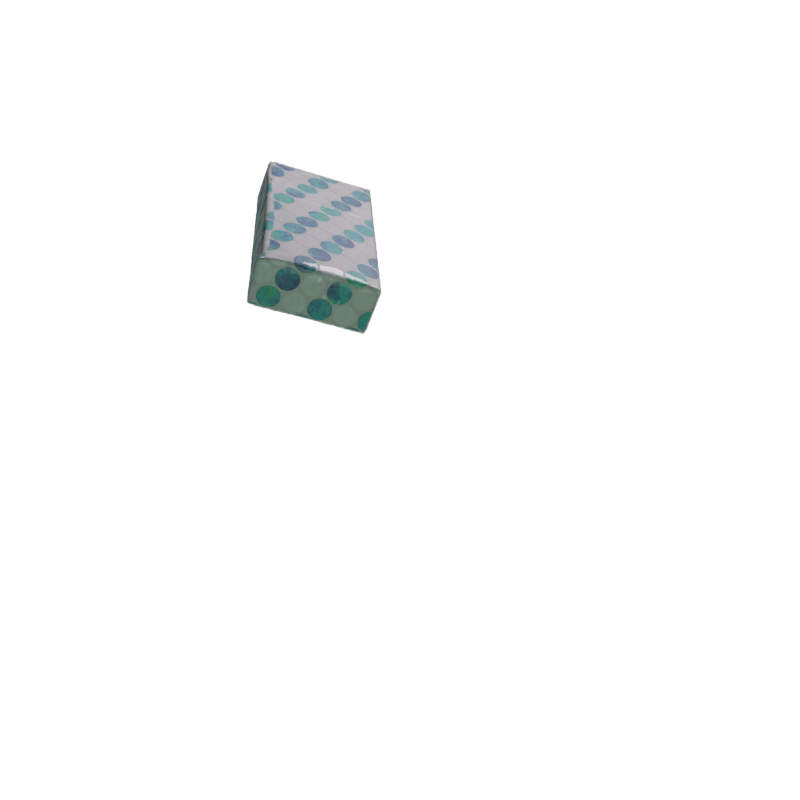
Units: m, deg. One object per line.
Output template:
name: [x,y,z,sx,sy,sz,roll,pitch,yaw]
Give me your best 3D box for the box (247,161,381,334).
box: [-0.068,-0.124,0.871,0.092,0.046,0.187,14,29,-11]
